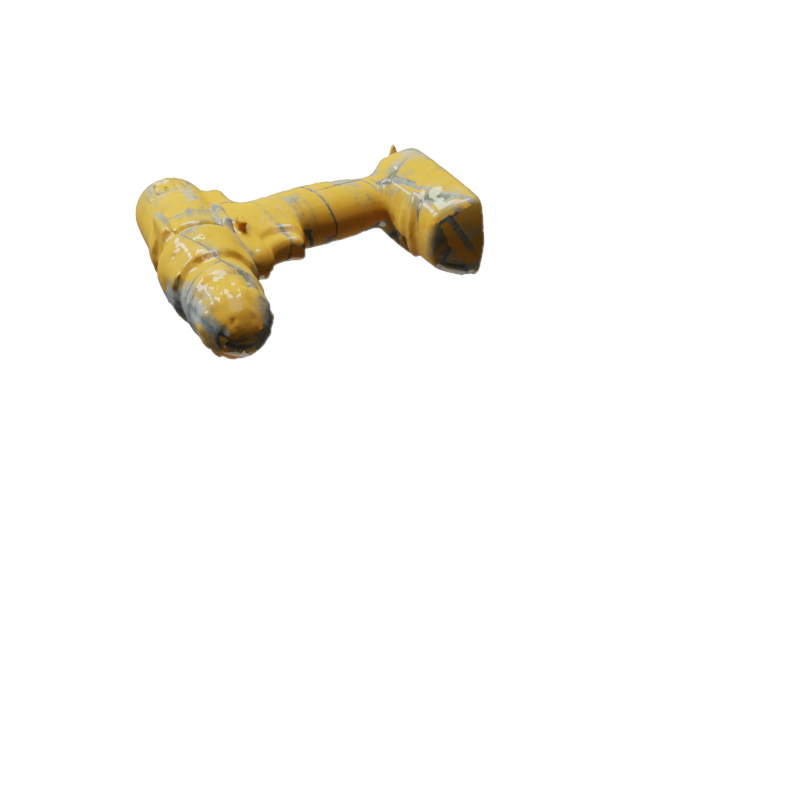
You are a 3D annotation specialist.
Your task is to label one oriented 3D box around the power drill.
[{"bbox_3d":[-0.050,-0.092,0.645,0.185,0.054,0.199,-12,34,-18],"label":"power drill"}]
